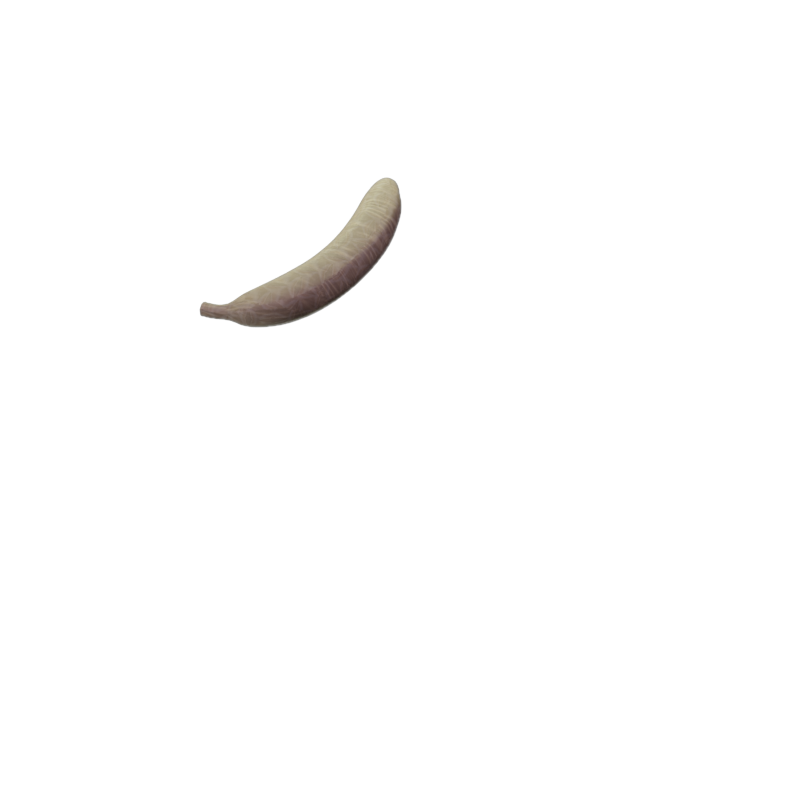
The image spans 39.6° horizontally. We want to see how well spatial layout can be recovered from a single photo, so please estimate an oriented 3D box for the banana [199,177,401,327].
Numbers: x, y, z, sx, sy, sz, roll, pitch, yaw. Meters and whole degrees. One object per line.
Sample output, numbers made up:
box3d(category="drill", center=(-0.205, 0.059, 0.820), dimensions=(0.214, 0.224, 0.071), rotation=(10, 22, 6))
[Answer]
box3d(category="banana", center=(-0.056, -0.108, 0.838), dimensions=(0.074, 0.034, 0.199), rotation=(38, 60, 26))
